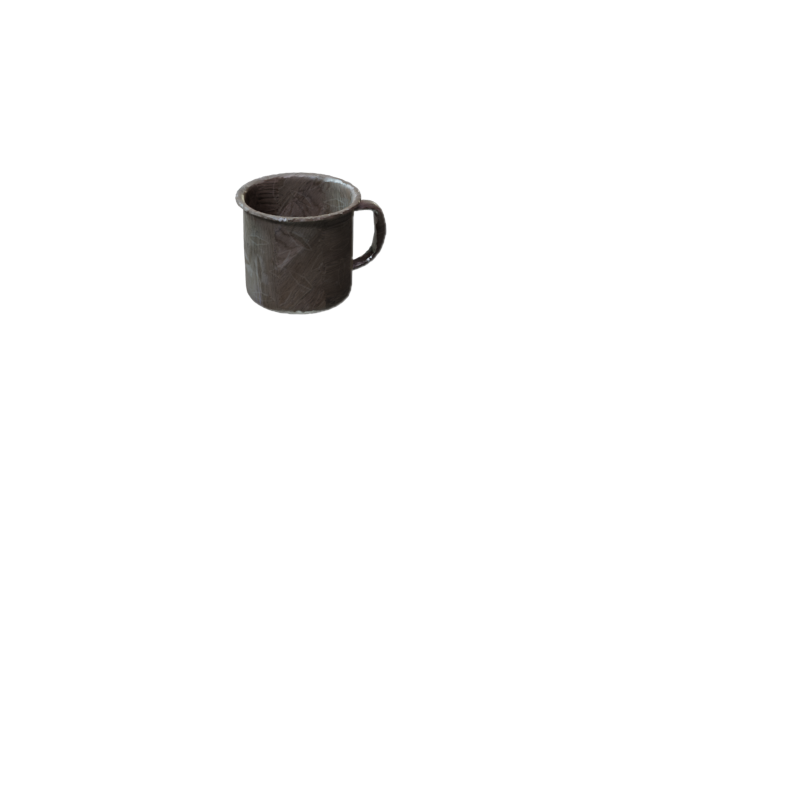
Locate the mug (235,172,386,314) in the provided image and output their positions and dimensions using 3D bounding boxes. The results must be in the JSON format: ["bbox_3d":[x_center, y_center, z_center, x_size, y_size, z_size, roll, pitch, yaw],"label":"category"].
[{"bbox_3d":[-0.065,-0.119,0.837,0.115,0.077,0.100,-12,32,-22],"label":"mug"}]
